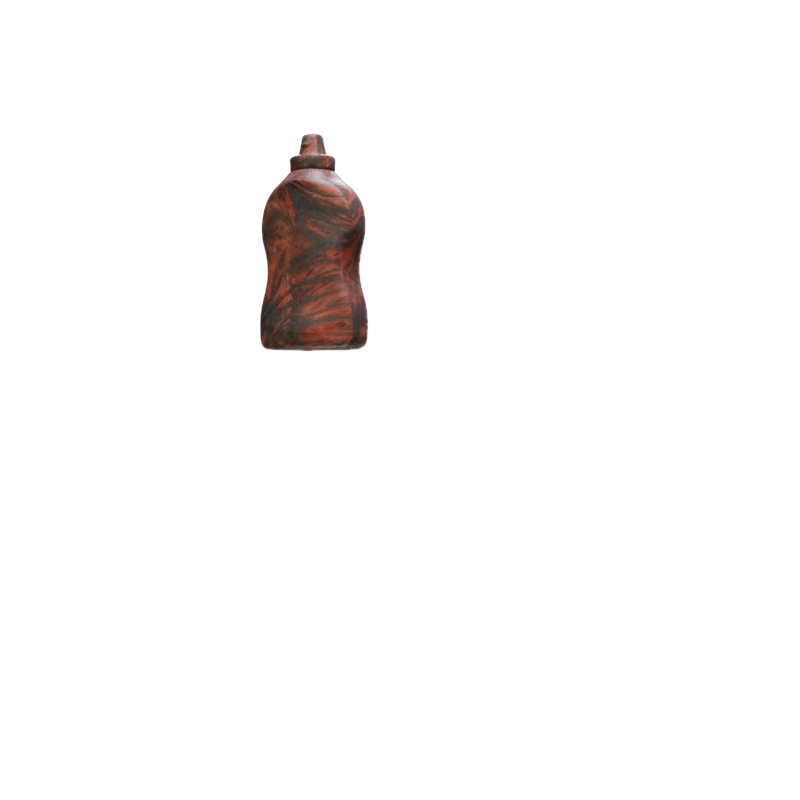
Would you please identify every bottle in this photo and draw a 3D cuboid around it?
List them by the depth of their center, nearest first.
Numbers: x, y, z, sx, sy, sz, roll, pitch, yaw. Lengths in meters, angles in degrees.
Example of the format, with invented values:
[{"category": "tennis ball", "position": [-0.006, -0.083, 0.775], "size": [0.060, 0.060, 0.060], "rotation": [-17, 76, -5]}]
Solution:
[{"category": "bottle", "position": [-0.077, -0.141, 0.984], "size": [0.099, 0.195, 0.056], "rotation": [-4, -7, 31]}]
